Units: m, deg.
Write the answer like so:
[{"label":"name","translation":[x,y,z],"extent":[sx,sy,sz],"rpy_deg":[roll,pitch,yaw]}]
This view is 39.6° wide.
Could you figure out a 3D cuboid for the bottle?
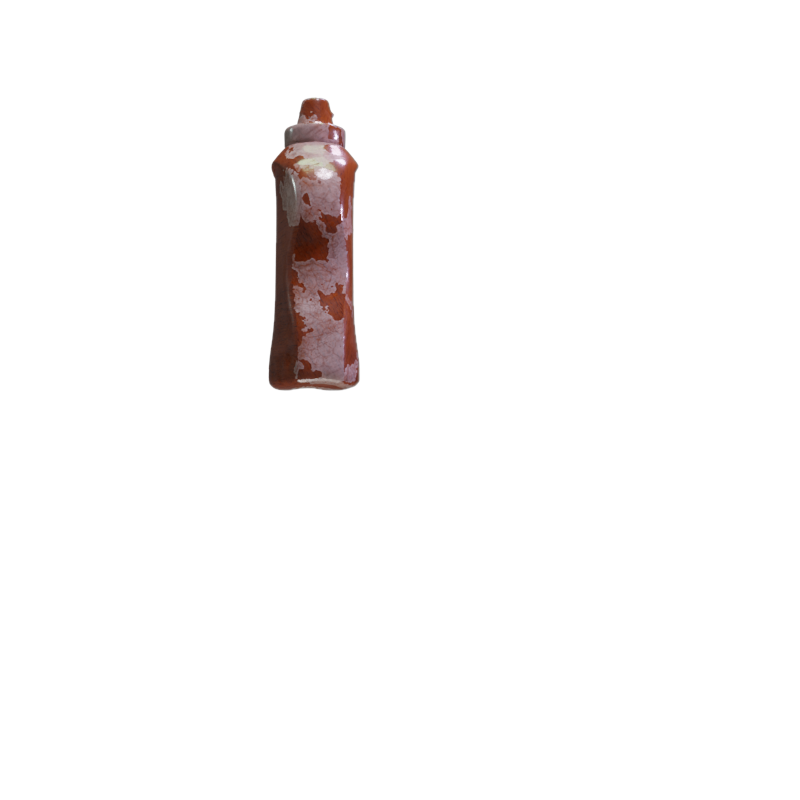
[{"label":"bottle","translation":[-0.056,-0.104,0.727],"extent":[0.058,0.196,0.095],"rpy_deg":[0,-8,-7]}]
